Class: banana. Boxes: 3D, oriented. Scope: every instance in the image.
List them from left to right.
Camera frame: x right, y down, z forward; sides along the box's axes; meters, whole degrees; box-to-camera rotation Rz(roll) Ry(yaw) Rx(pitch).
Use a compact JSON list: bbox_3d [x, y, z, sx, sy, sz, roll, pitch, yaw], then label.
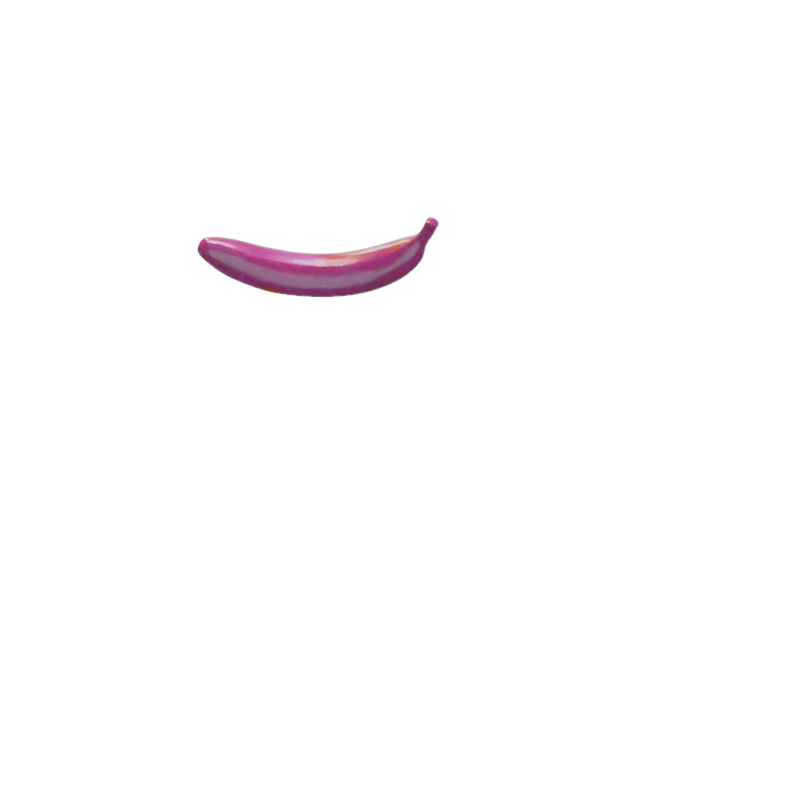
[{"bbox_3d":[-0.066,-0.116,0.922,0.198,0.065,0.039,-6,30,3],"label":"banana"}]
